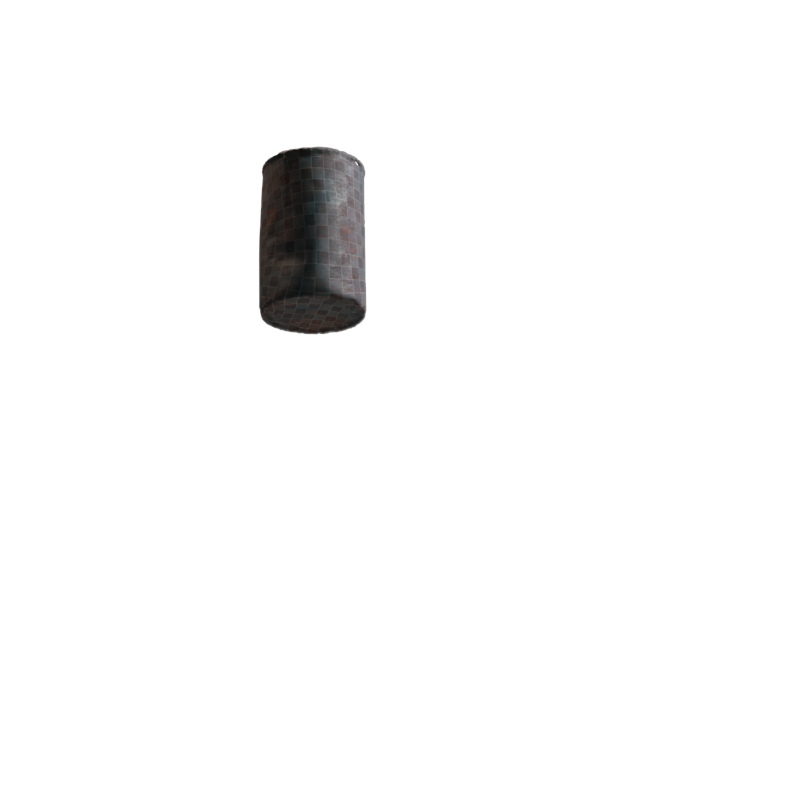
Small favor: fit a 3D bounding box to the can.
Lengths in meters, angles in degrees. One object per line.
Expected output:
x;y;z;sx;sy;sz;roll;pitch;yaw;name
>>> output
-0.055;-0.101;0.705;0.068;0.108;0.065;0;-22;-2;can
